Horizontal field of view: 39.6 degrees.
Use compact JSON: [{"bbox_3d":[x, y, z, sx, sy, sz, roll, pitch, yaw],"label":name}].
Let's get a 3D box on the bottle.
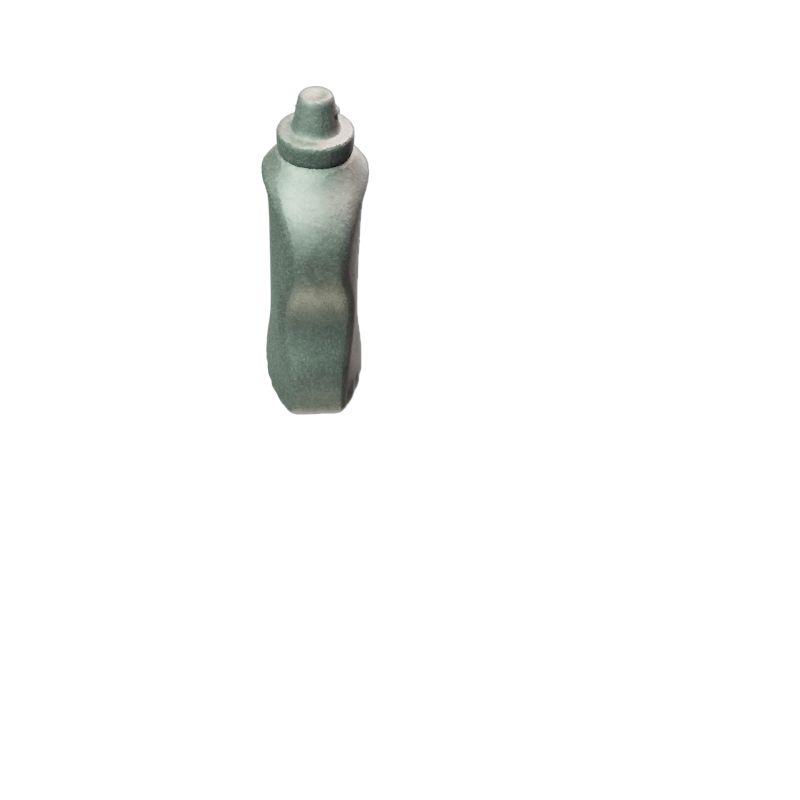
[{"bbox_3d":[-0.048,-0.089,0.623,0.058,0.179,0.103,0,42,-4],"label":"bottle"}]
